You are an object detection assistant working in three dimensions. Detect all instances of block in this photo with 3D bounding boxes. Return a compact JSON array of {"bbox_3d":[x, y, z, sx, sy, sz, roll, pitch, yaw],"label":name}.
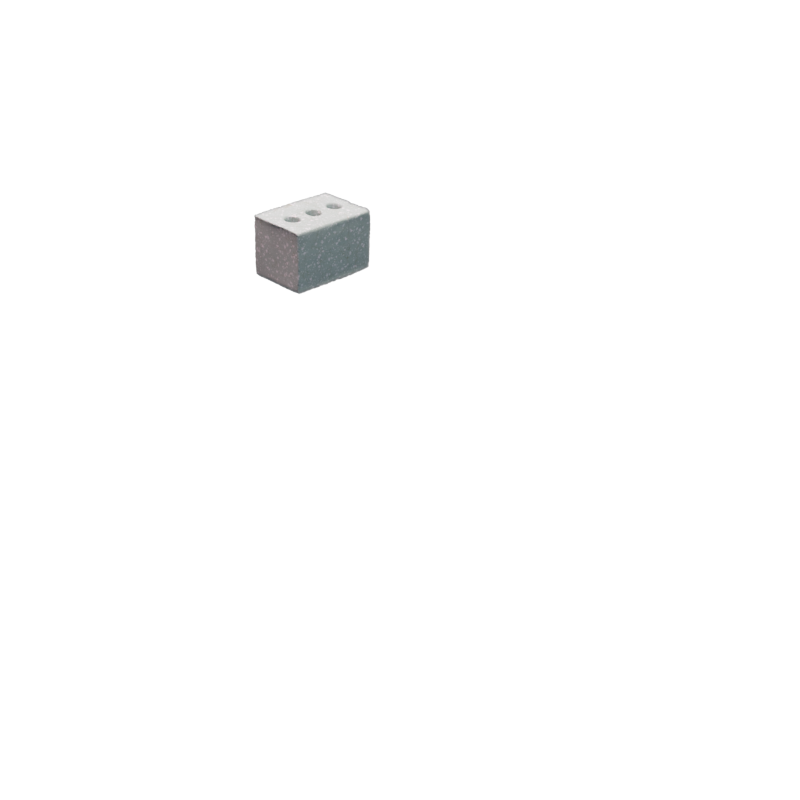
[{"bbox_3d":[-0.068,-0.124,0.867,0.056,0.048,0.077,25,36,39],"label":"block"}]
